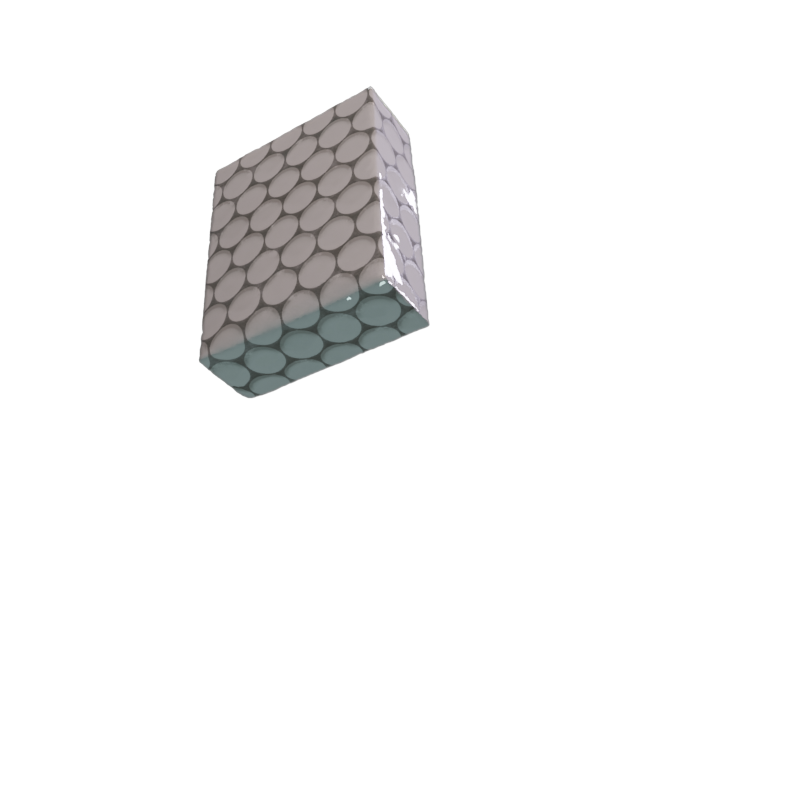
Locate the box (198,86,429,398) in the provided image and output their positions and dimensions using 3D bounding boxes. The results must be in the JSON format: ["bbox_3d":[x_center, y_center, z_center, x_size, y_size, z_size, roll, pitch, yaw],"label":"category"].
[{"bbox_3d":[-0.068,-0.125,0.872,0.165,0.230,0.066,-24,-45,23],"label":"box"}]
